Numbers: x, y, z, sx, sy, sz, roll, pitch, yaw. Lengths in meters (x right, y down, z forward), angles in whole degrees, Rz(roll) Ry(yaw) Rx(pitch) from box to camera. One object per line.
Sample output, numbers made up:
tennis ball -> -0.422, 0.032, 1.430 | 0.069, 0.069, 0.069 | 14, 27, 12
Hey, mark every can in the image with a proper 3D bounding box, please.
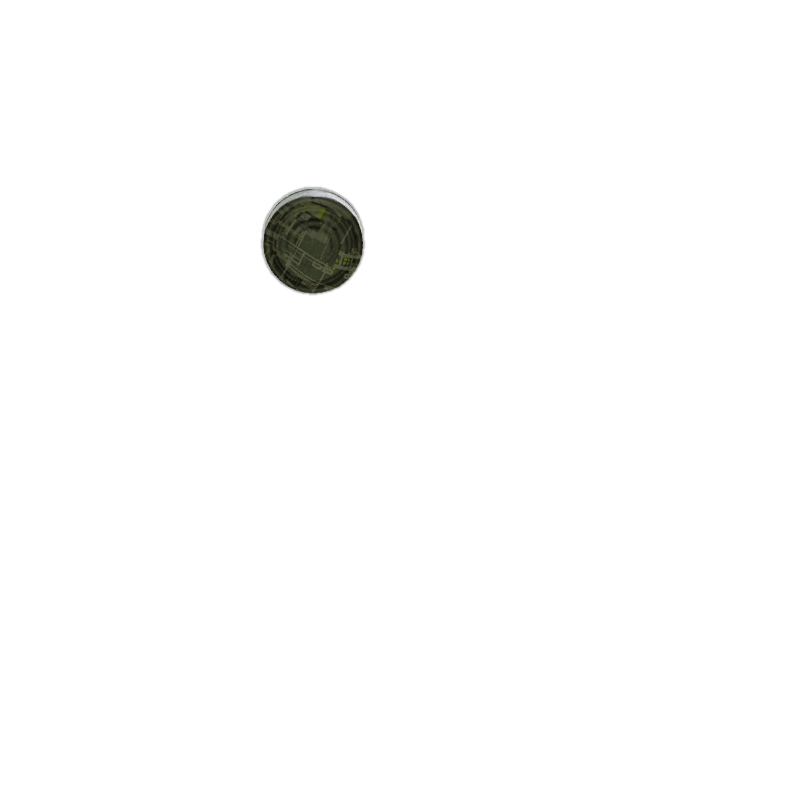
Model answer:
can -> -0.073, -0.133, 0.932 | 0.086, 0.083, 0.035 | 0, 15, -1
